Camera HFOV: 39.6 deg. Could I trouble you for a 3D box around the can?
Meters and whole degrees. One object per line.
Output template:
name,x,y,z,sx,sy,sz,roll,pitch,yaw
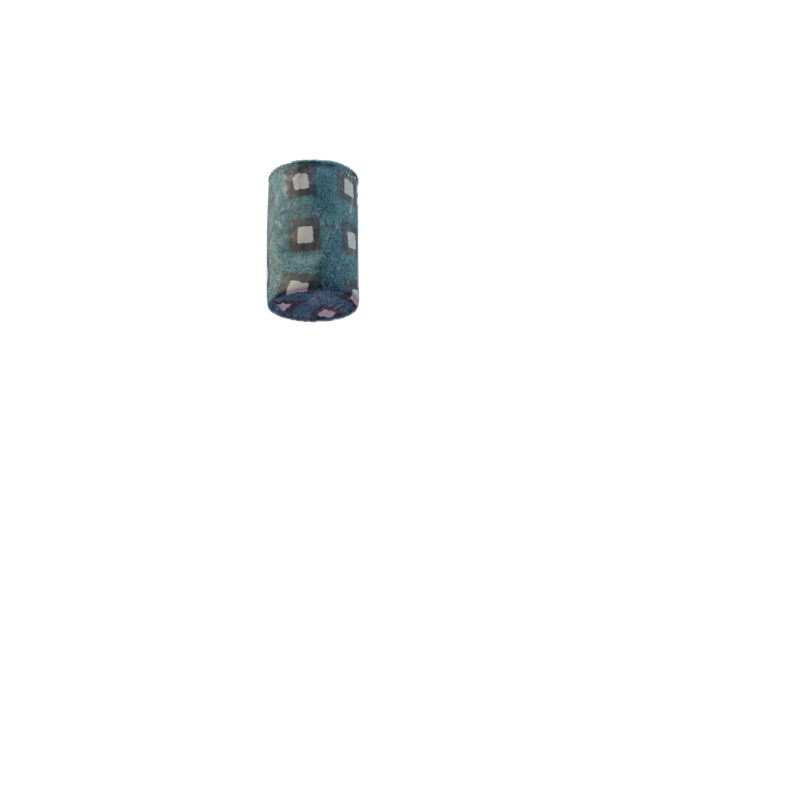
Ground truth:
can,-0.063,-0.116,0.810,0.068,0.108,0.065,0,-21,-2
